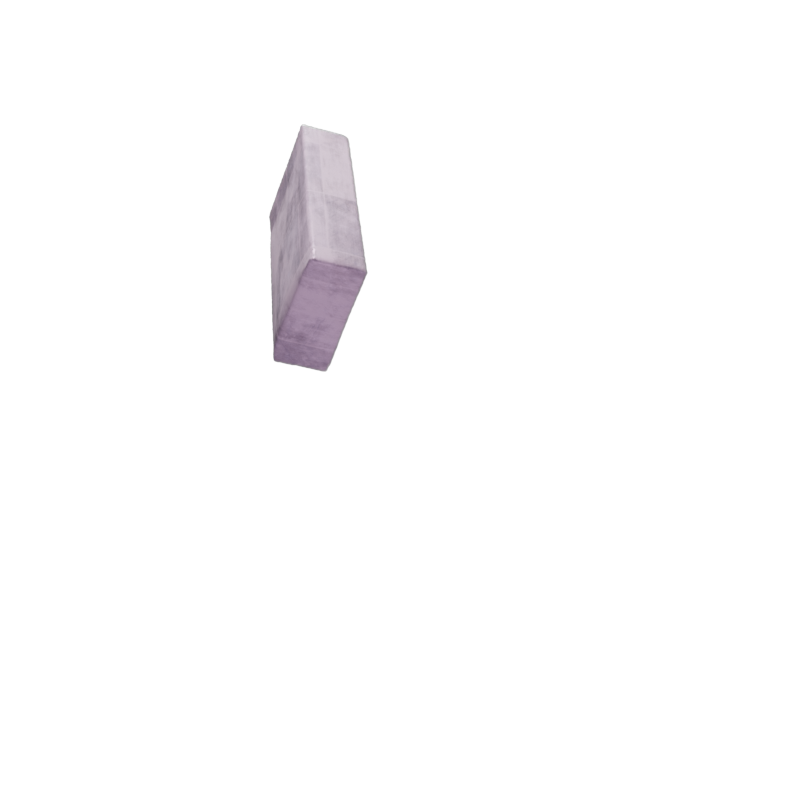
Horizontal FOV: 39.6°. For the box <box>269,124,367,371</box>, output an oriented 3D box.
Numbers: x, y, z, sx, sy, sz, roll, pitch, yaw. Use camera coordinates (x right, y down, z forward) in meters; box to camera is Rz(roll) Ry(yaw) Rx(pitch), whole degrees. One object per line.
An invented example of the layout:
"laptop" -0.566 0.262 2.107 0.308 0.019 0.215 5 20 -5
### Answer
"box" -0.062 -0.114 0.800 0.047 0.089 0.189 14 38 -15
